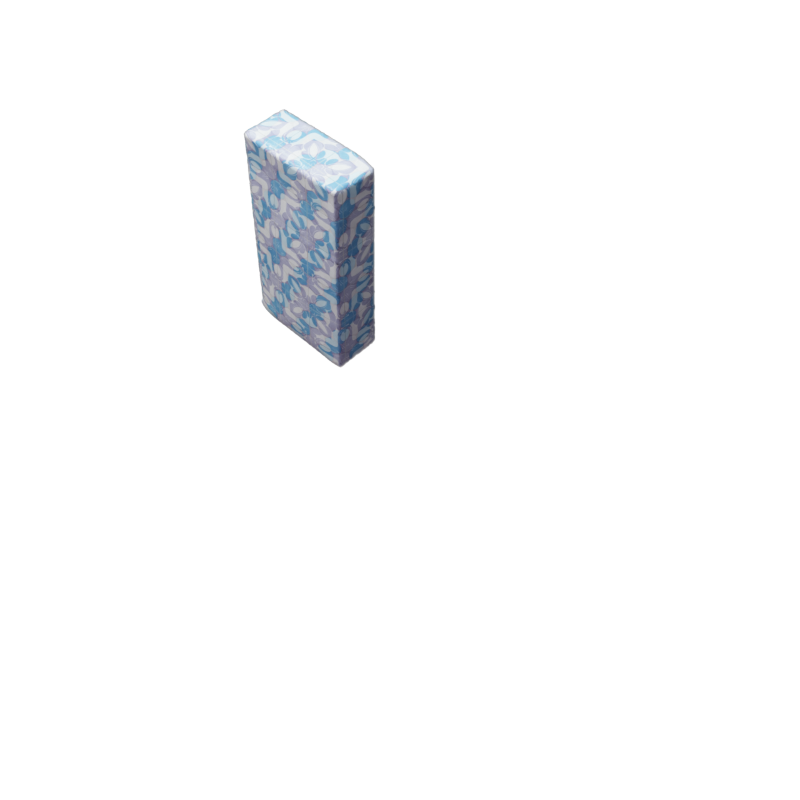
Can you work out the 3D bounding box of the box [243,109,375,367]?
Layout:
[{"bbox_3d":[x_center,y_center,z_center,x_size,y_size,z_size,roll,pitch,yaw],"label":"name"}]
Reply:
[{"bbox_3d":[-0.062,-0.114,0.801,0.048,0.164,0.099,-34,57,-30],"label":"box"}]
